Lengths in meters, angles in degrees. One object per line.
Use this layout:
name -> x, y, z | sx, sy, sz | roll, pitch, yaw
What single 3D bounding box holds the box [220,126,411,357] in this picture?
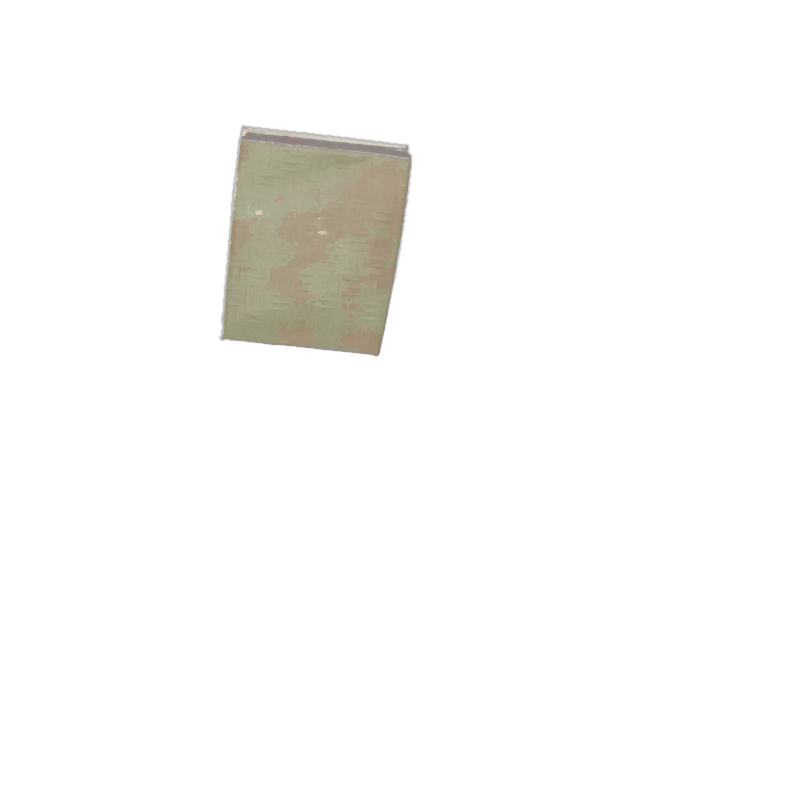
box -> -0.046, -0.084, 0.588 | 0.089, 0.110, 0.040 | 7, 15, -3
